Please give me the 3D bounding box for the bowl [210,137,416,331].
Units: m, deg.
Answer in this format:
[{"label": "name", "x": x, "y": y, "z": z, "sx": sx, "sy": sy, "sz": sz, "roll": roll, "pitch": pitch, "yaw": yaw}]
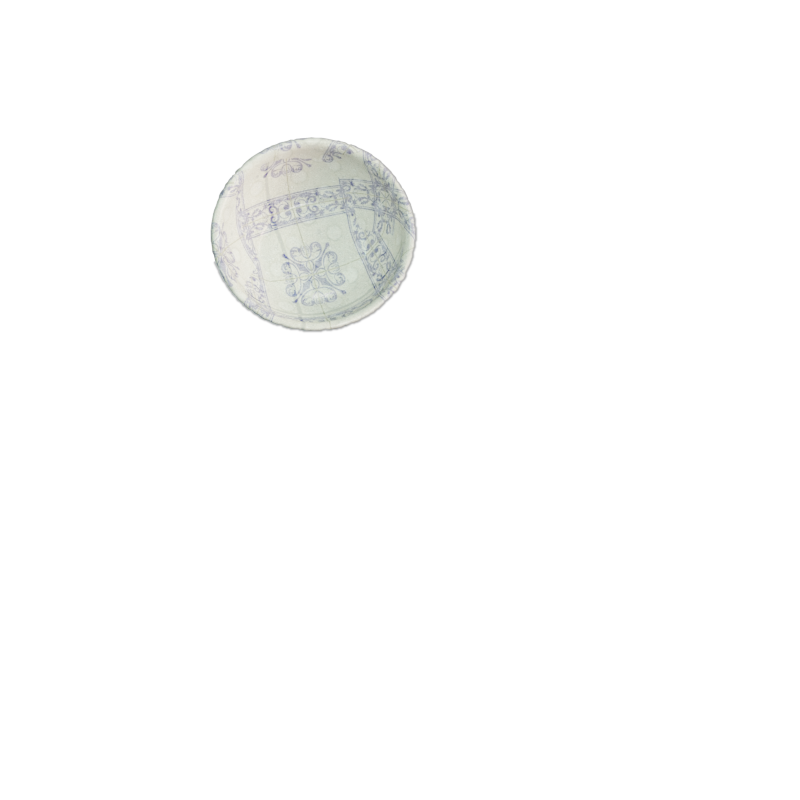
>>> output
[{"label": "bowl", "x": -0.070, "y": -0.128, "z": 0.896, "sx": 0.162, "sy": 0.169, "sz": 0.053, "roll": -1, "pitch": -17, "yaw": -1}]
